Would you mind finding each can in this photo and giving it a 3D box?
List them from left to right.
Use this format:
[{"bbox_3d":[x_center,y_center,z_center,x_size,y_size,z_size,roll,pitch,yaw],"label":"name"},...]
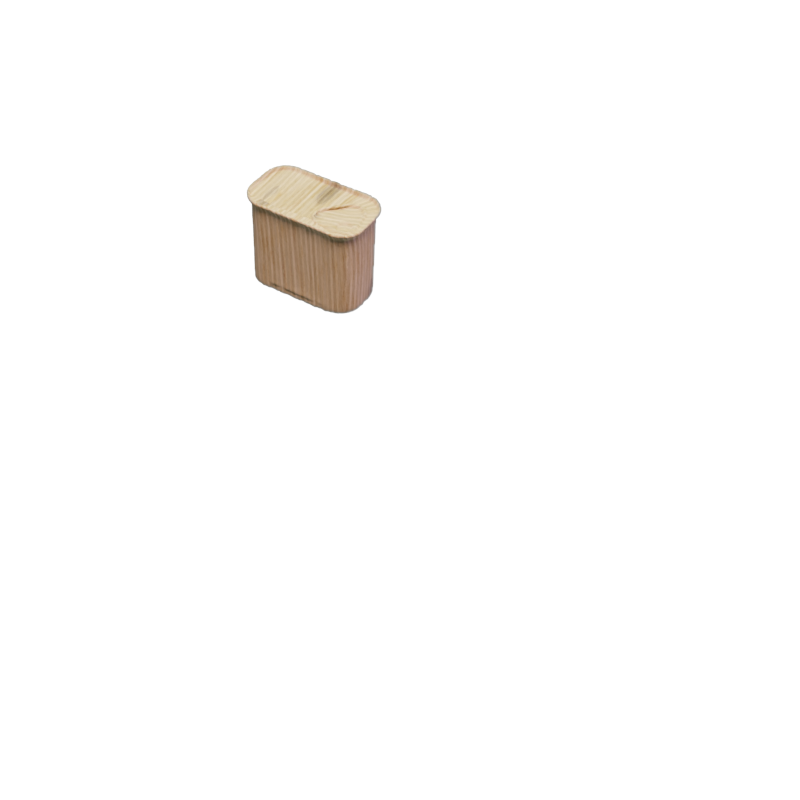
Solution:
[{"bbox_3d":[-0.067,-0.123,0.864,0.107,0.078,0.059,25,47,23],"label":"can"}]
